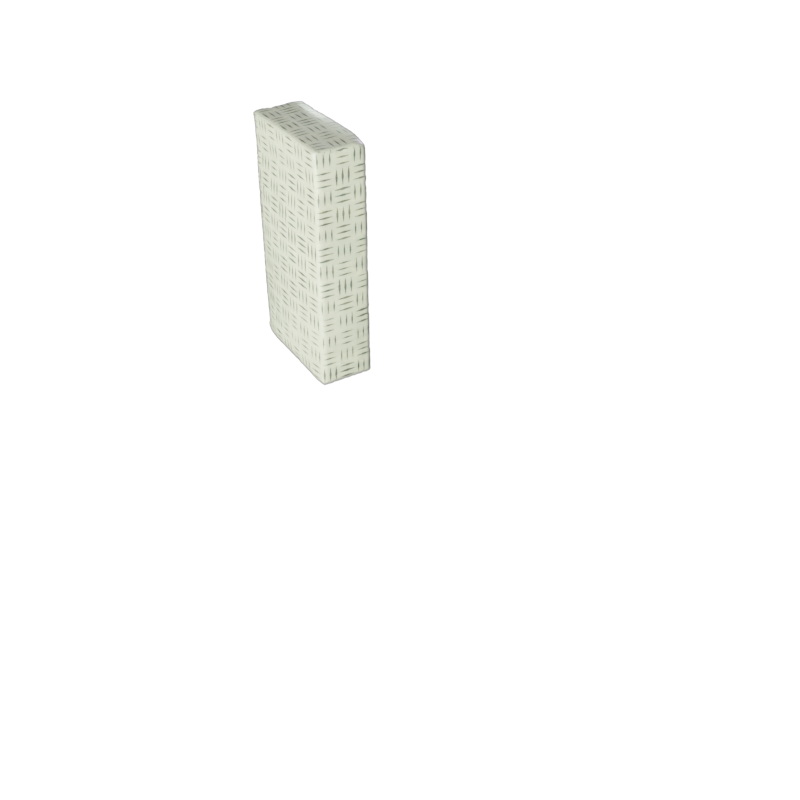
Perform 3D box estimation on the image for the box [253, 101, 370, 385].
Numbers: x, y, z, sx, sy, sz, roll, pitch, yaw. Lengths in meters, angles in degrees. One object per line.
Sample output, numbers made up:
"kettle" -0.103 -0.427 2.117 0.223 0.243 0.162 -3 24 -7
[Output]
"box" -0.060 -0.110 0.773 0.047 0.166 0.101 -14 33 -27
